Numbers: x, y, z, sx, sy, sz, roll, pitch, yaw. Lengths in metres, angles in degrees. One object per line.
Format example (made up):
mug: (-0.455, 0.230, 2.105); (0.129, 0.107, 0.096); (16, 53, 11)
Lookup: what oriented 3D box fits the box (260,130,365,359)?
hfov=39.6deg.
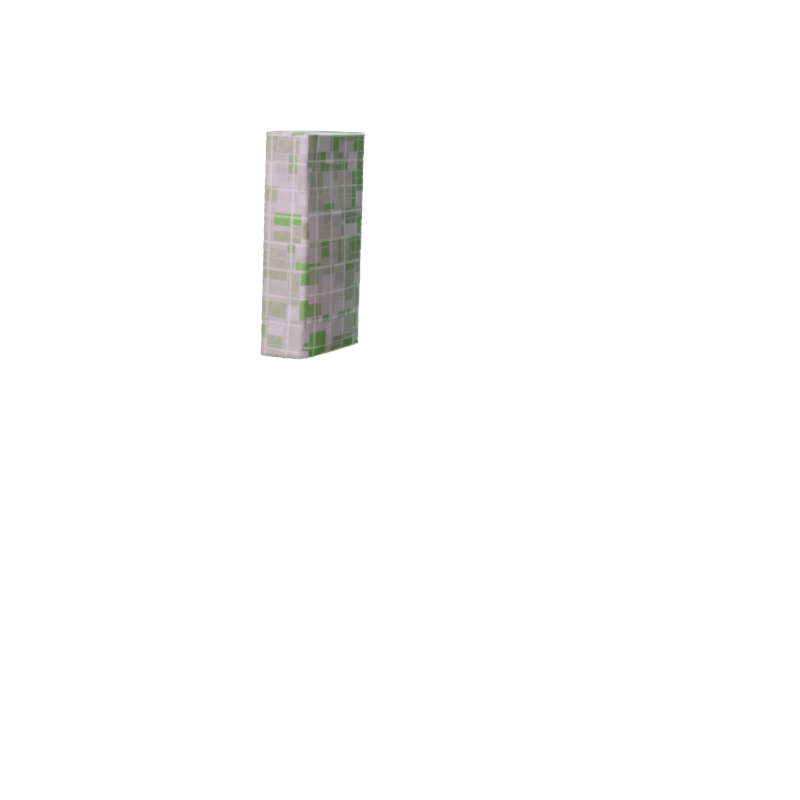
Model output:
box: (-0.069, -0.126, 0.885); (0.050, 0.174, 0.091); (3, 7, 28)
